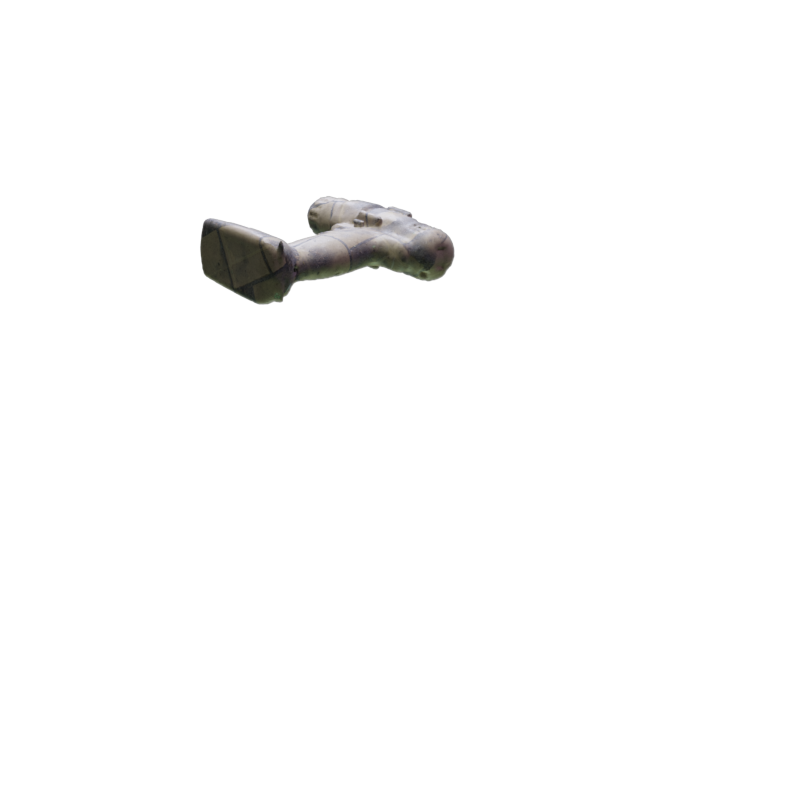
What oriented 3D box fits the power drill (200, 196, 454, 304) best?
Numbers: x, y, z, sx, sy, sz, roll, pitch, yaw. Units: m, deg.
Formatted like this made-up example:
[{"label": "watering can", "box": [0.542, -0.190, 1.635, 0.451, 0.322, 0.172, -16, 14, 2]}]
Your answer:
[{"label": "power drill", "box": [-0.075, -0.138, 0.964, 0.184, 0.055, 0.196, -15, 26, -35]}]
